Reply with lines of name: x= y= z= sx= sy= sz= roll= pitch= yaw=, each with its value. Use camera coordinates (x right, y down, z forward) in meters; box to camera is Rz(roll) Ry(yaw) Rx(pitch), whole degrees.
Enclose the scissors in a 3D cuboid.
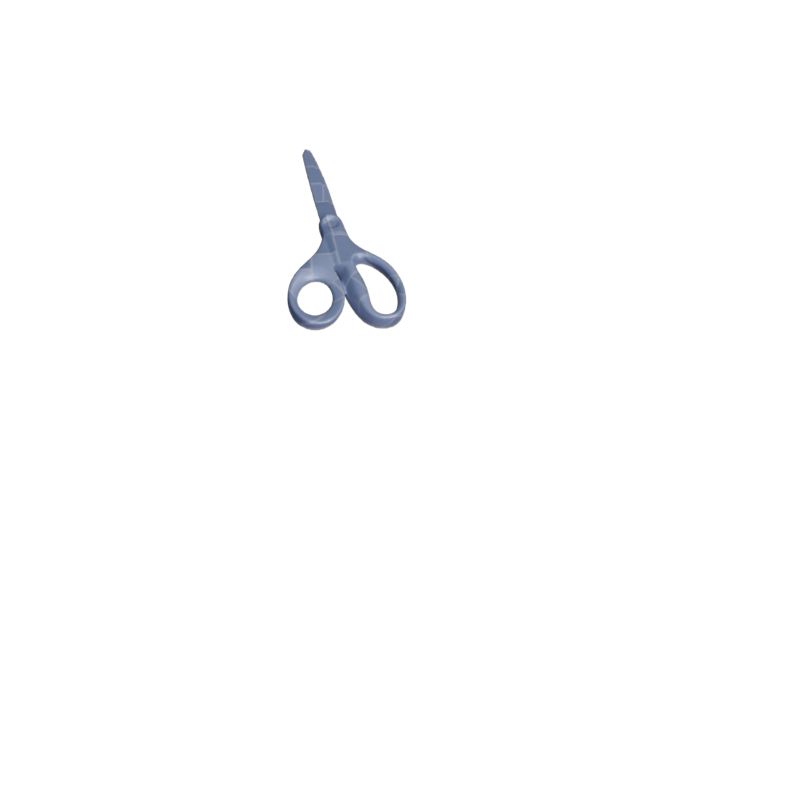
scissors: x=-0.068 y=-0.124 z=0.867 sx=0.095 sy=0.015 sz=0.218 roll=-22 pitch=52 yaw=-18
